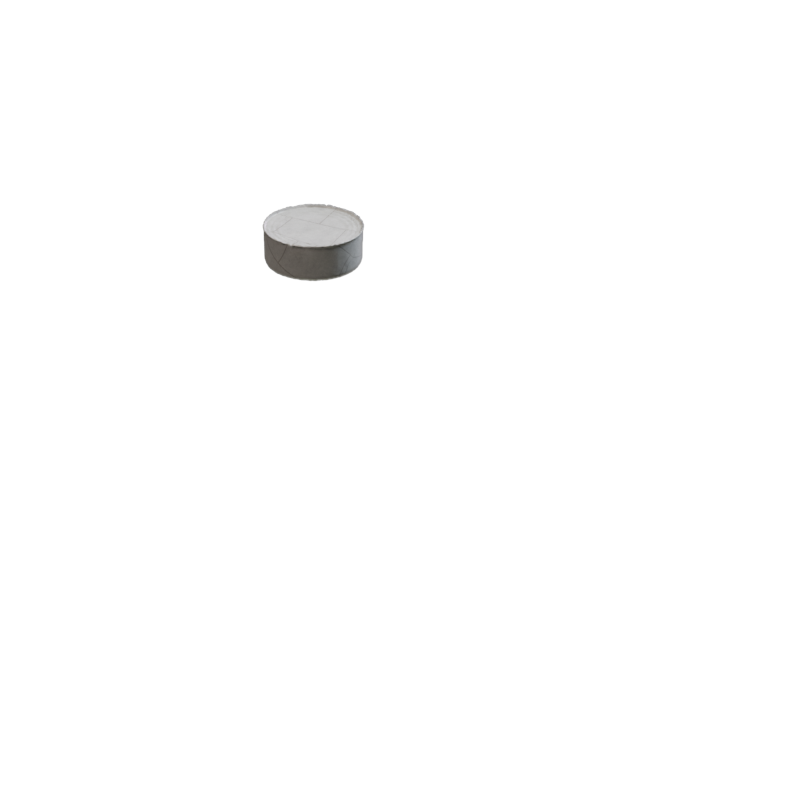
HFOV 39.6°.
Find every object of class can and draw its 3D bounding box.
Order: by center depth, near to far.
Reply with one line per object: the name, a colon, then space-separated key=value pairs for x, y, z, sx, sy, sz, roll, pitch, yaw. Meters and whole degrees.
can: x=-0.074 y=-0.135 z=0.943 sx=0.086 sy=0.032 sz=0.091 roll=-1 pitch=32 yaw=-2
